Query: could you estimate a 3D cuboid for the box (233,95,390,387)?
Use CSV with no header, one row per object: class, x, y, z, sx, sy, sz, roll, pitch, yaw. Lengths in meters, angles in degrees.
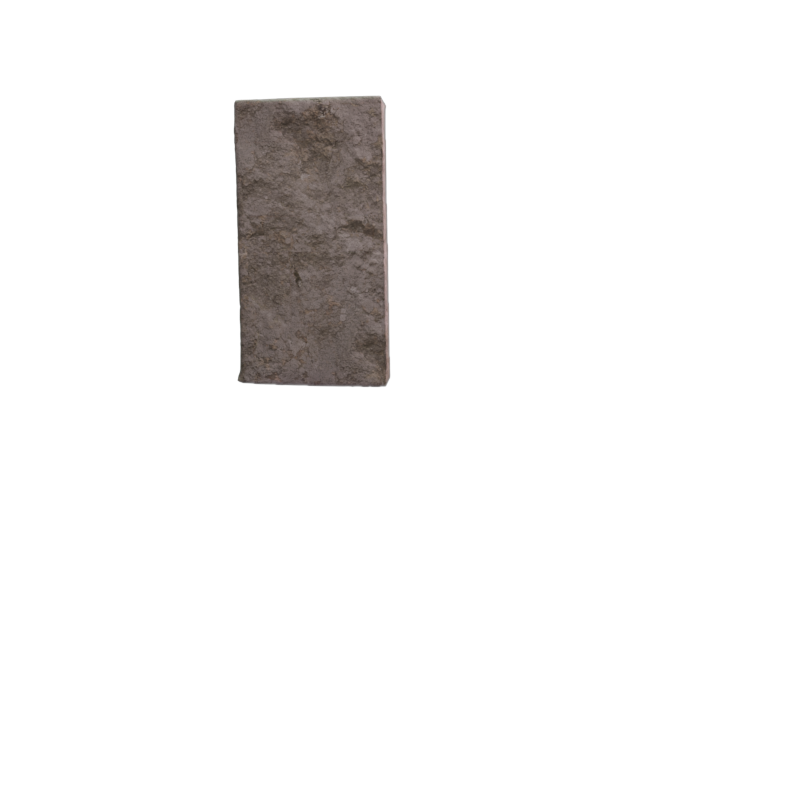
box,-0.054,-0.098,0.689,0.094,0.176,0.047,0,0,7
